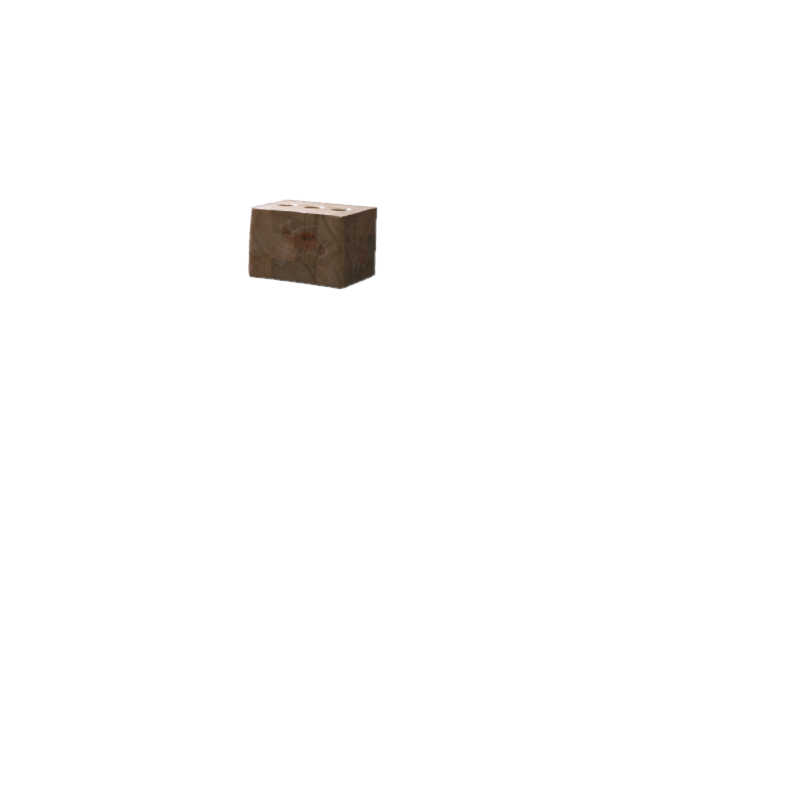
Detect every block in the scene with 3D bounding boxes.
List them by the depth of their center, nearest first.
[{"bbox_3d":[-0.062,-0.112,0.786,0.081,0.050,0.052,9,17,27],"label":"block"}]
